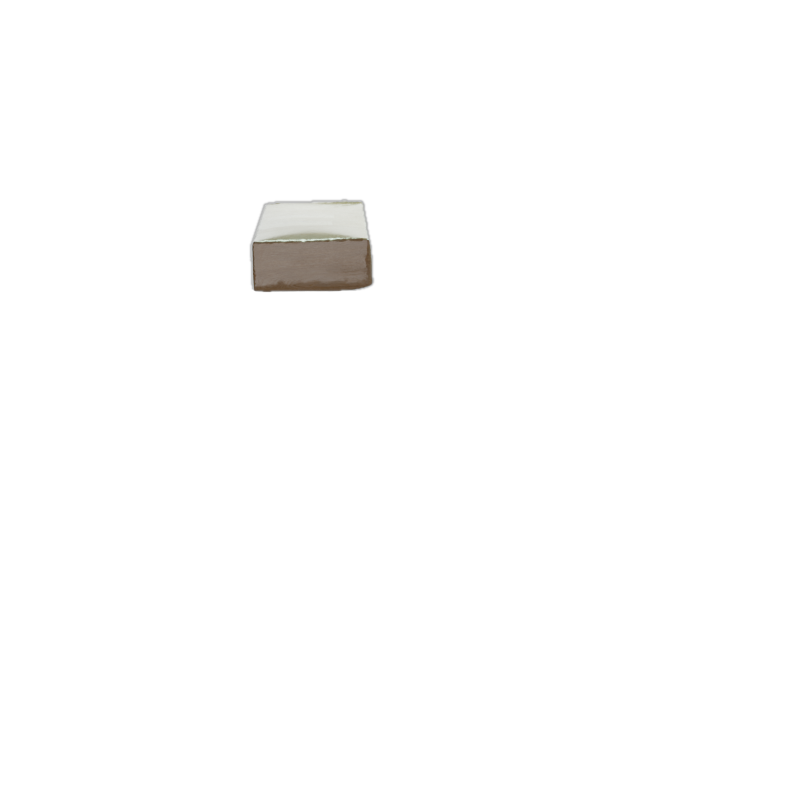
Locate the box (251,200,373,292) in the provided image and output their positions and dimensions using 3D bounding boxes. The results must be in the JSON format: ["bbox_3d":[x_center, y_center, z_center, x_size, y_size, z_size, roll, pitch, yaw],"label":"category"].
[{"bbox_3d":[-0.073,-0.133,0.927,0.093,0.046,0.184,-2,21,-3],"label":"box"}]
